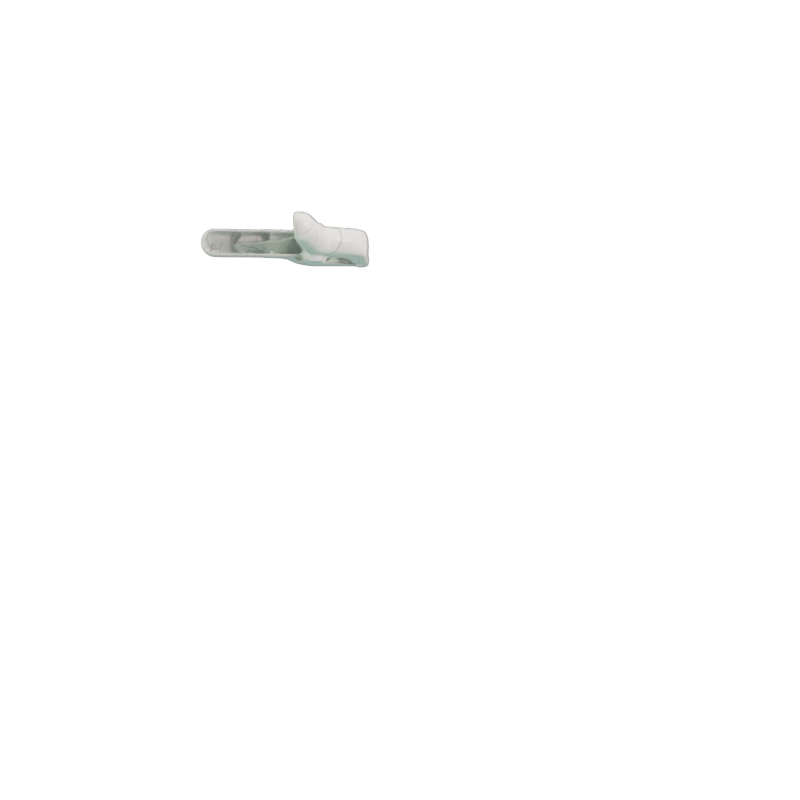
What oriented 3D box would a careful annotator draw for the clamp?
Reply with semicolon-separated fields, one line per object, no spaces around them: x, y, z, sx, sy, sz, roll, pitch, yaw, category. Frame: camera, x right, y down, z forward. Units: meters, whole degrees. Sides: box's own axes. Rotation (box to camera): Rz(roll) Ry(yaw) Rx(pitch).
-0.077;-0.141;0.988;0.165;0.039;0.125;-3;5;-44;clamp
